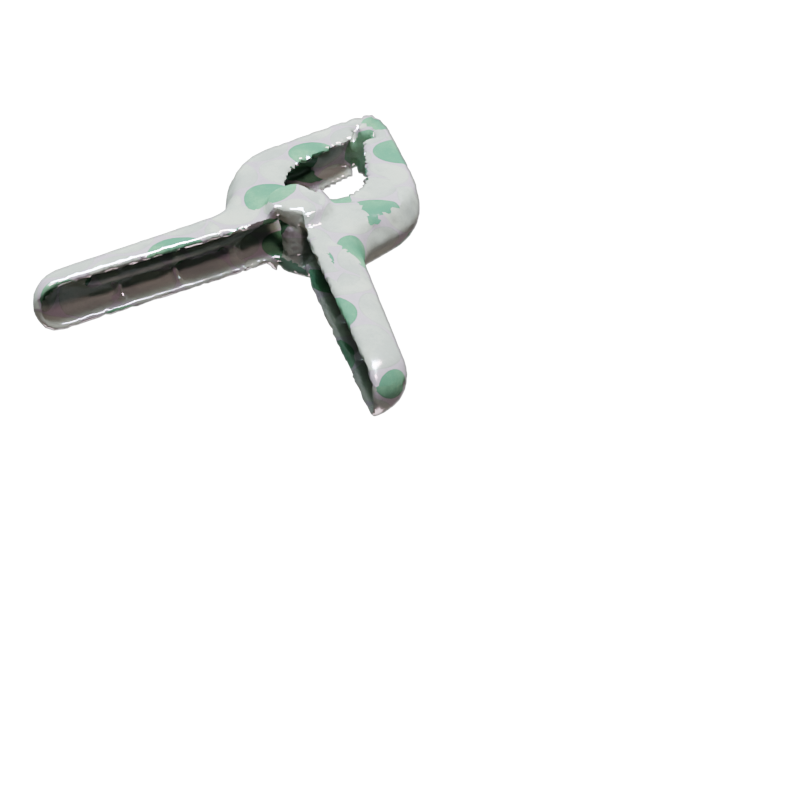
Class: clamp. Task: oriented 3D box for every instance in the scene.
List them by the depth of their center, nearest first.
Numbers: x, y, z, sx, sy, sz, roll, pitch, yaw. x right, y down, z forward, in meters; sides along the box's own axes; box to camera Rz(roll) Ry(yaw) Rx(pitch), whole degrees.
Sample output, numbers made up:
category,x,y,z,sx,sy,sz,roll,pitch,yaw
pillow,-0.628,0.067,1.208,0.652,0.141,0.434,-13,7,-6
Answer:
category,x,y,z,sx,sy,sz,roll,pitch,yaw
clamp,-0.040,-0.073,0.511,0.172,0.034,0.215,18,41,21
